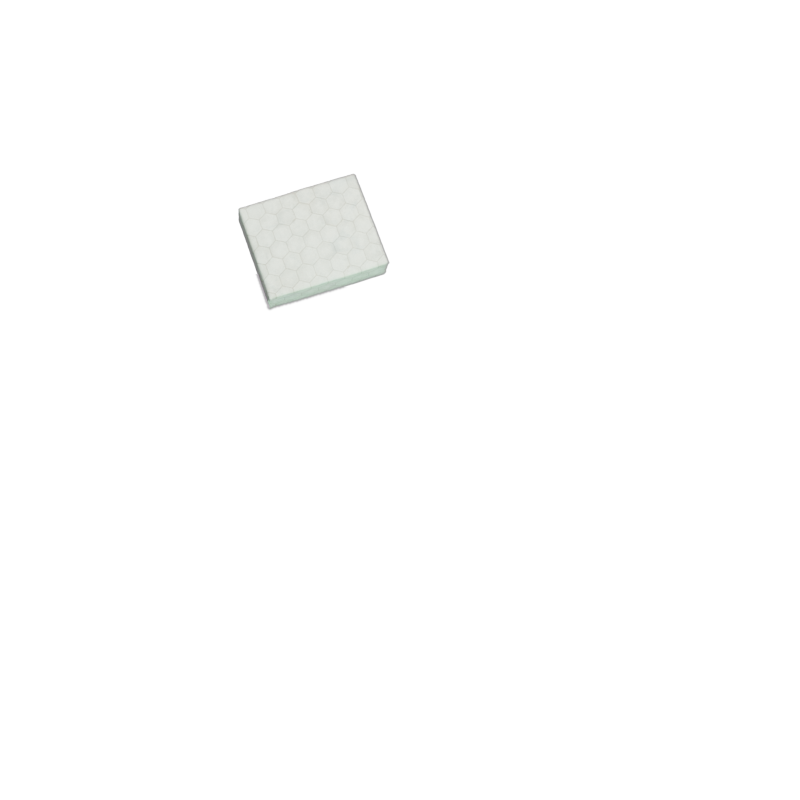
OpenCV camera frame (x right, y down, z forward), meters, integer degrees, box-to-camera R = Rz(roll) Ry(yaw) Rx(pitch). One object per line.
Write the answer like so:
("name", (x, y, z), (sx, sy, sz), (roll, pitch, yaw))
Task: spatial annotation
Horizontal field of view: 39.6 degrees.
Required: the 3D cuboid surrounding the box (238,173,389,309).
("box", (-0.077, -0.140, 0.982), (0.113, 0.094, 0.037), (-19, -18, -7))
